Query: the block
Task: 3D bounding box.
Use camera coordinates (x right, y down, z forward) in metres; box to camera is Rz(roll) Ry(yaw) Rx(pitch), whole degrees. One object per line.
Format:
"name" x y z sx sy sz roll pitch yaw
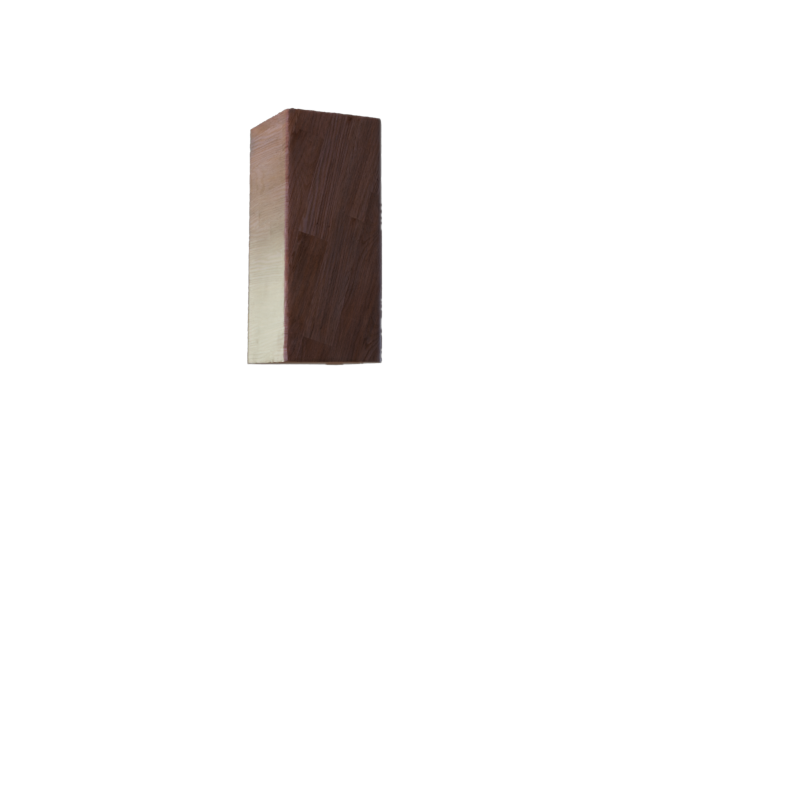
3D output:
"block" -0.073 -0.135 0.943 0.087 0.210 0.092 3 -7 -27
